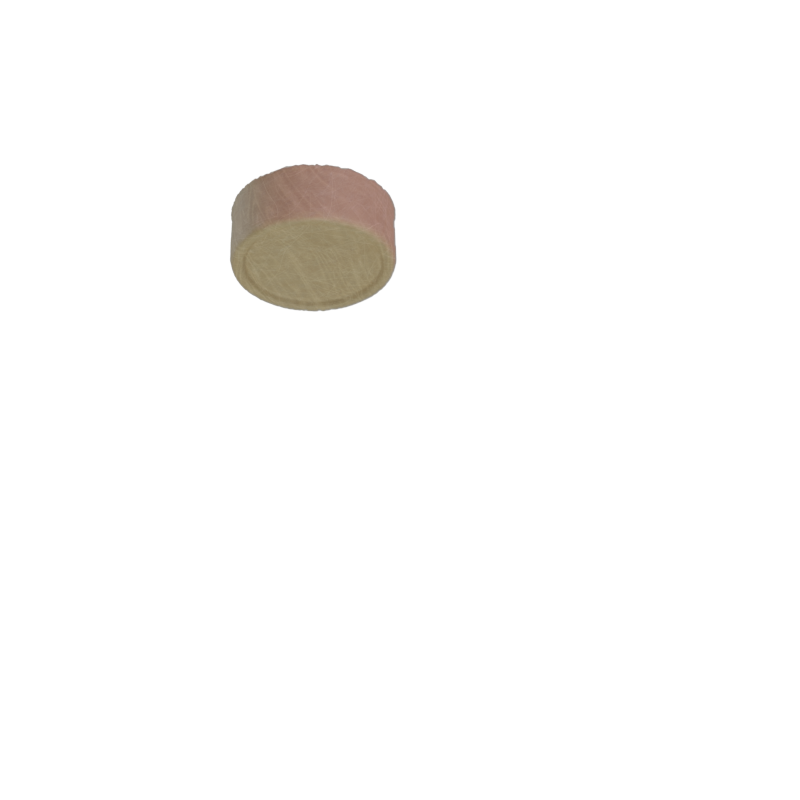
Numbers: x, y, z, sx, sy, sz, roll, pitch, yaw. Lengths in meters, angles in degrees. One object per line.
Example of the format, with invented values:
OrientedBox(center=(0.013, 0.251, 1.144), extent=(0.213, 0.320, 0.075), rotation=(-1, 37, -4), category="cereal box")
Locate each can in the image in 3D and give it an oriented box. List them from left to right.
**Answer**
OrientedBox(center=(-0.045, -0.081, 0.569), extent=(0.086, 0.036, 0.080), rotation=(1, -31, -2), category="can")
